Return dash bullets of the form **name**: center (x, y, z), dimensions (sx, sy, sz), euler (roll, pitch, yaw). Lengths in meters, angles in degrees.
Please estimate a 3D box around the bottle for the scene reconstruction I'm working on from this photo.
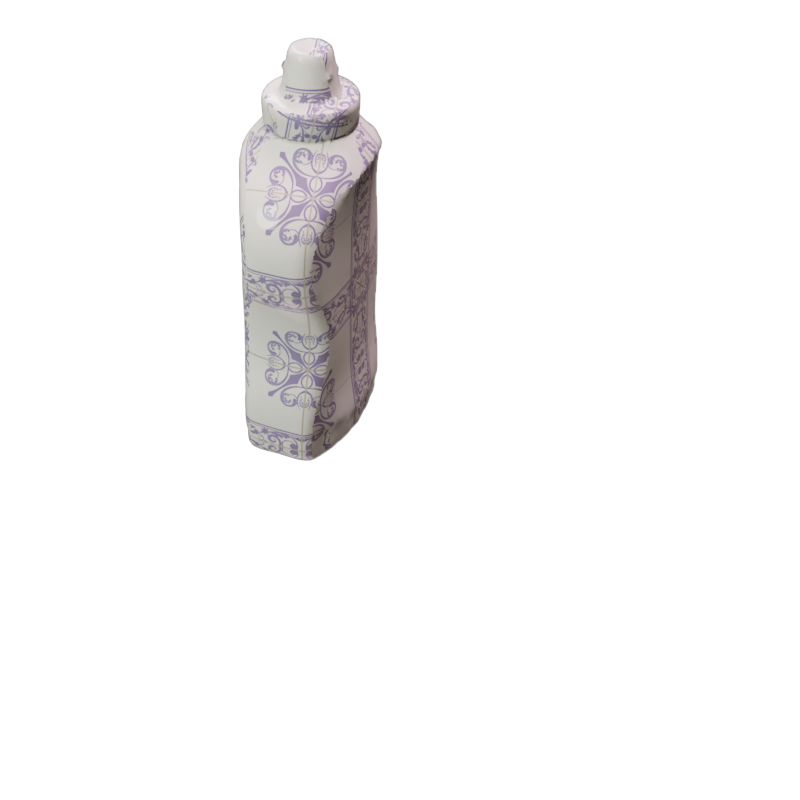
- **bottle**: center (-0.039, -0.071, 0.498), dimensions (0.060, 0.179, 0.100), euler (14, 40, 13)
